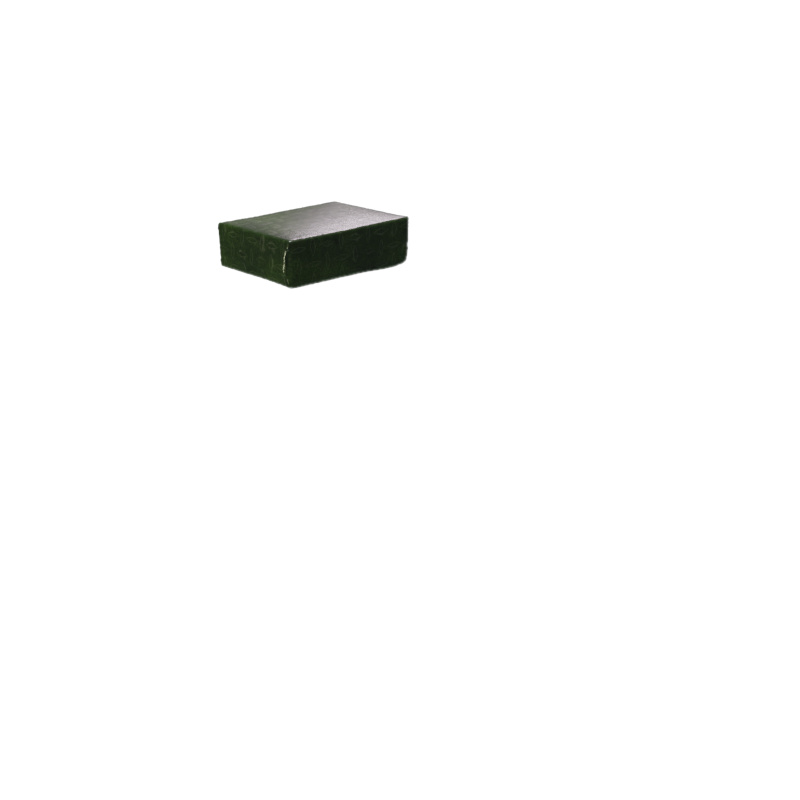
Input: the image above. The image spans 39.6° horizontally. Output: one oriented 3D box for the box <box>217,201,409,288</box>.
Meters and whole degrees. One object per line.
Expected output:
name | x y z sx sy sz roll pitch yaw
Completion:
box | -0.064 -0.116 0.816 0.111 0.037 0.095 -15 24 -37
